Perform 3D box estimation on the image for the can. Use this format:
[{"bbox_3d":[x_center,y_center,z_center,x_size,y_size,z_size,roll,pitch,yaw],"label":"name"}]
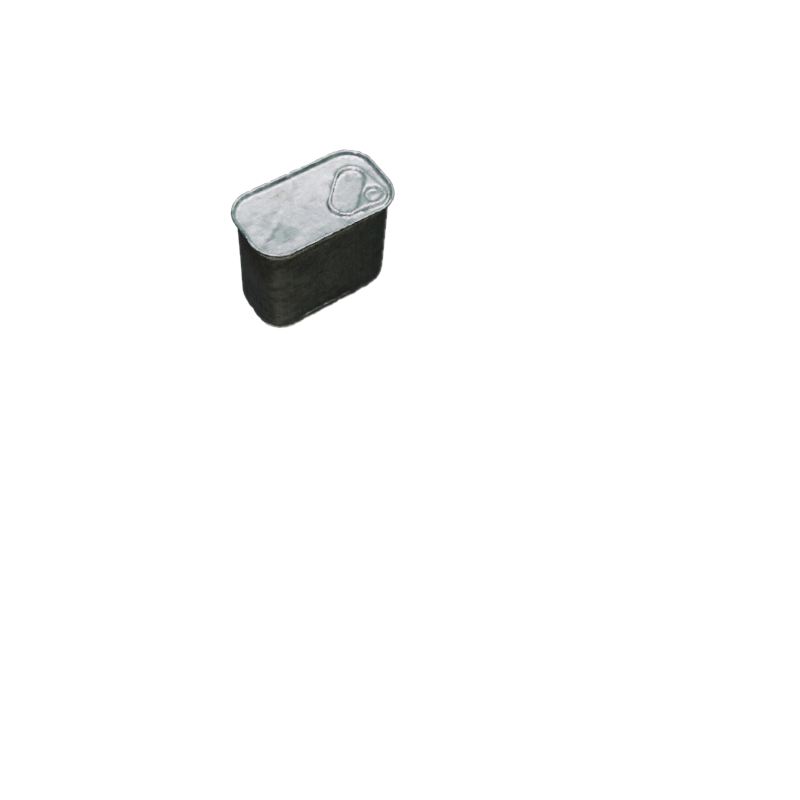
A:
[{"bbox_3d":[-0.057,-0.103,0.724,0.102,0.061,0.078,-29,-28,-20],"label":"can"}]
